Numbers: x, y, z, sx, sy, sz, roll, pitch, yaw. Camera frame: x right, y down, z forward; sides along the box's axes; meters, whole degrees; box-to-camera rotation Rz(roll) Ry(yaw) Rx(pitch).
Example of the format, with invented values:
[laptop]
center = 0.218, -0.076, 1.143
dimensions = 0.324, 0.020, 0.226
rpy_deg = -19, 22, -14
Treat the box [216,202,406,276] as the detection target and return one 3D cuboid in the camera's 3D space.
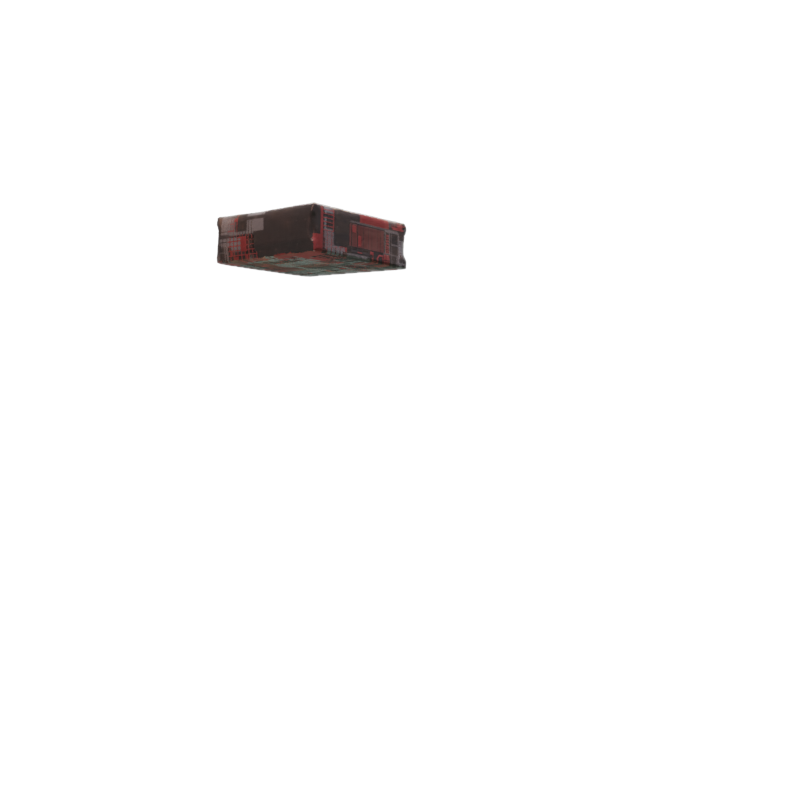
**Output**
[box]
center = -0.050, -0.092, 0.643
dimensions = 0.075, 0.031, 0.085
rpy_deg = -1, -2, 37
